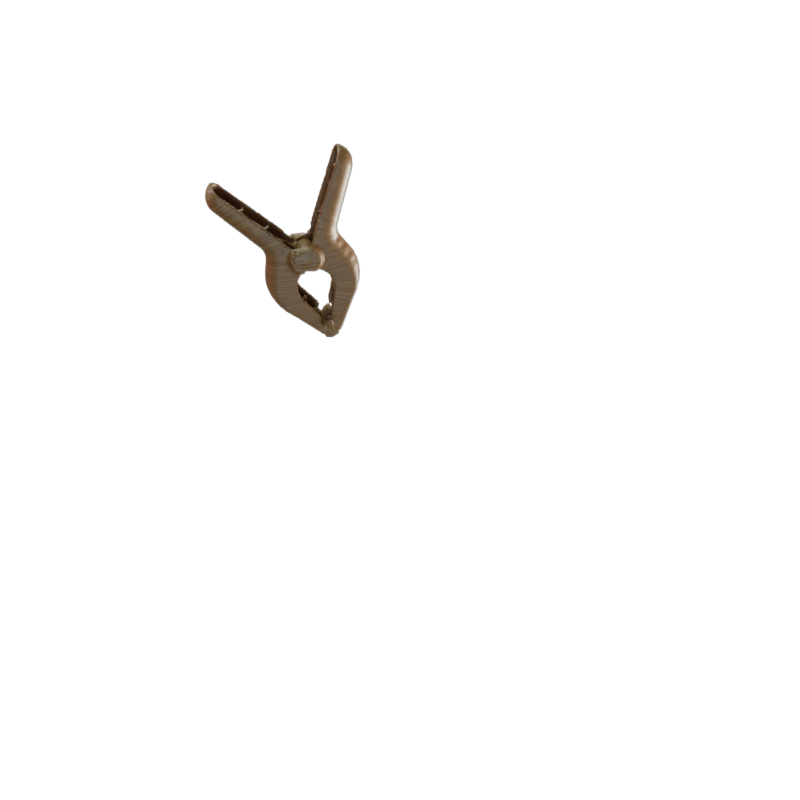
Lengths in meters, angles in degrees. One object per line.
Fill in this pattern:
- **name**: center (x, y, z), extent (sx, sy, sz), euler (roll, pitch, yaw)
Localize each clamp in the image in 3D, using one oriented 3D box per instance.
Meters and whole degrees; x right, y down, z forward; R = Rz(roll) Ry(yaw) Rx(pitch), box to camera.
- **clamp**: center (-0.071, -0.130, 0.913), extent (0.121, 0.159, 0.042), euler (-20, 35, 14)
